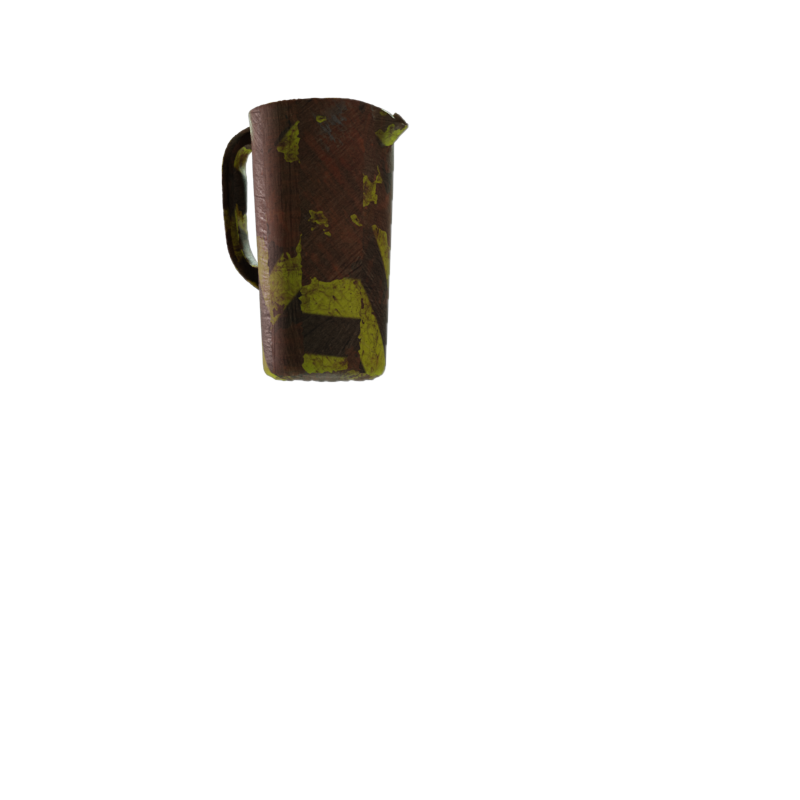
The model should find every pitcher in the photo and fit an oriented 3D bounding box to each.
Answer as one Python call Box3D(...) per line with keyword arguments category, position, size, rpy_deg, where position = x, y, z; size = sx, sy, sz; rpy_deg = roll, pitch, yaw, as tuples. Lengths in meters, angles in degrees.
Box3D(category="pitcher", position=(-0.077, -0.141, 0.984), size=(0.142, 0.245, 0.151), rpy_deg=(1, -3, -17))
